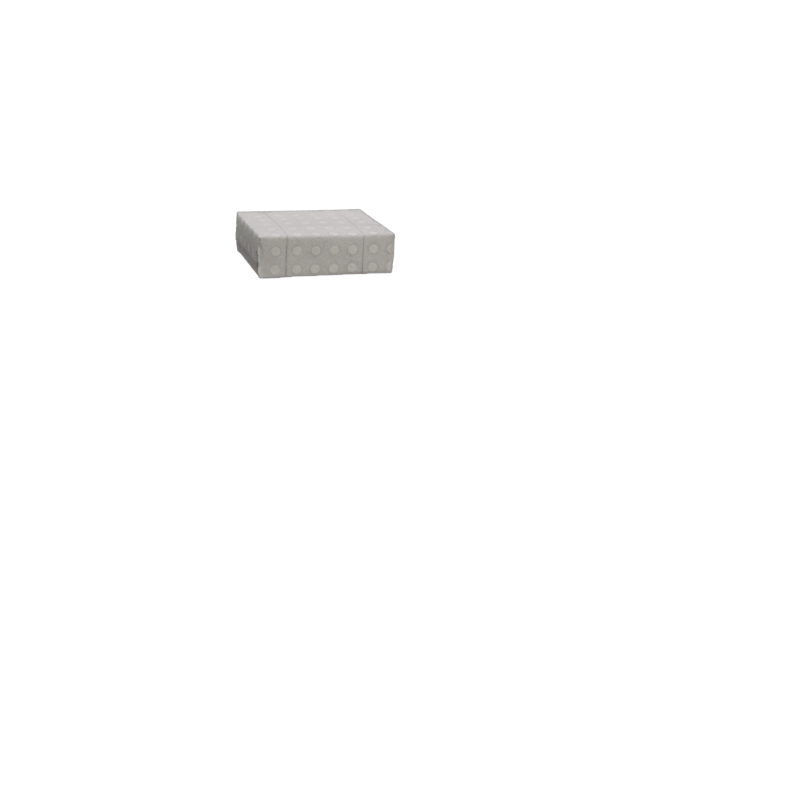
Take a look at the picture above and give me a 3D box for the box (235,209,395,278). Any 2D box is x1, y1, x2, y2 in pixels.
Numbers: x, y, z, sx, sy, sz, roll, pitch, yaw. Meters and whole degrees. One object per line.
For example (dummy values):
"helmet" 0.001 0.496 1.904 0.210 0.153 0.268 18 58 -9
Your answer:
"box" -0.071 -0.129 0.904 0.111 0.037 0.095 -6 21 -16
